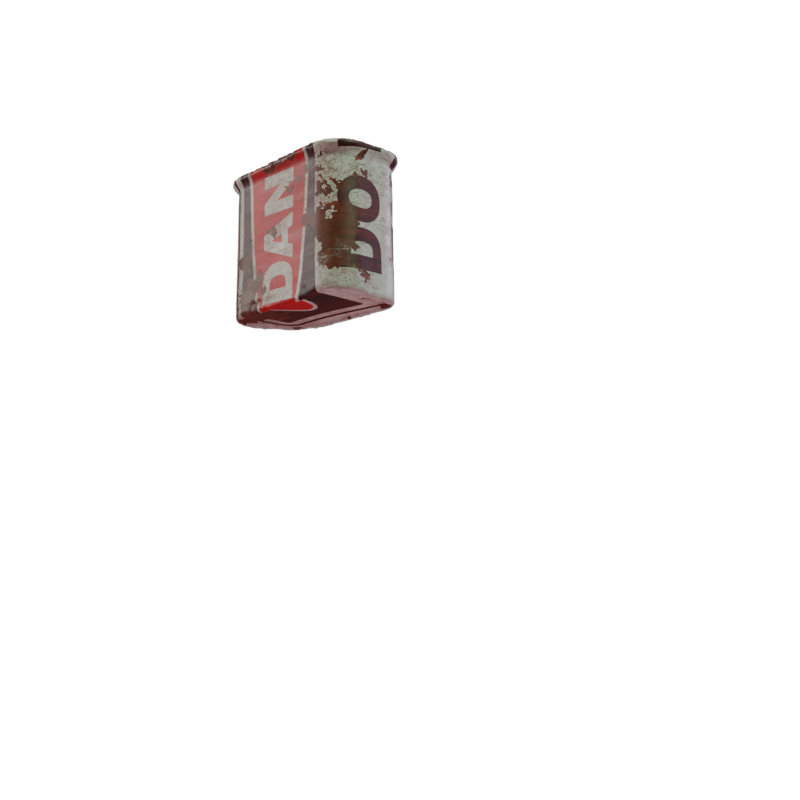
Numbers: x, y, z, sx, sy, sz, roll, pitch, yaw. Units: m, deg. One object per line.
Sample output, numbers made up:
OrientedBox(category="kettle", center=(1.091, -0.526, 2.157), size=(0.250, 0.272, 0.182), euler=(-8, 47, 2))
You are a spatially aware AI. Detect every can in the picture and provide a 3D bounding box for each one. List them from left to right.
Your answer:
OrientedBox(category="can", center=(-0.048, -0.088, 0.618), size=(0.054, 0.087, 0.104), euler=(13, -19, -41))
